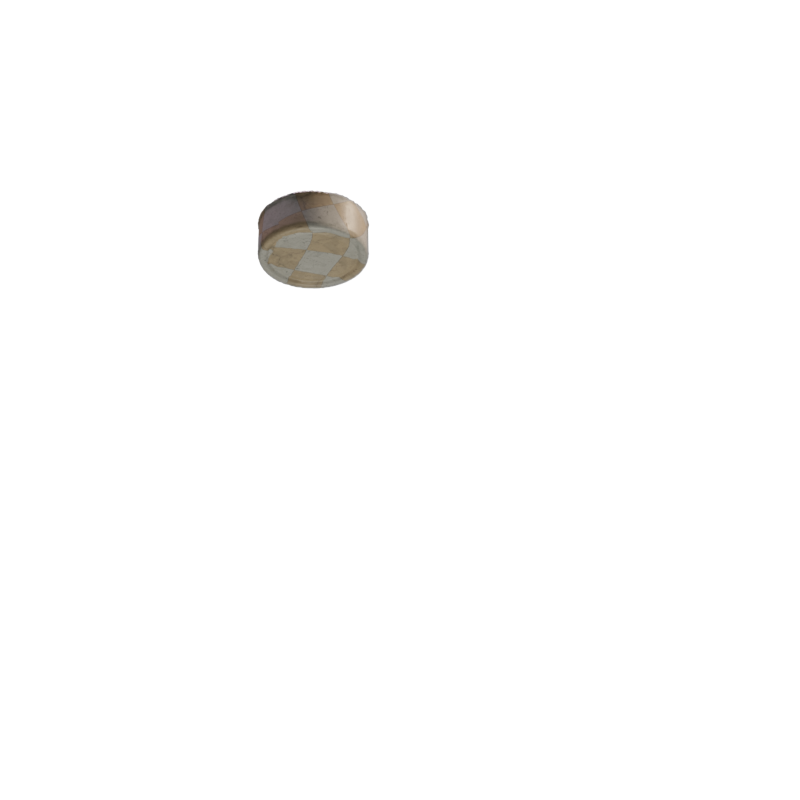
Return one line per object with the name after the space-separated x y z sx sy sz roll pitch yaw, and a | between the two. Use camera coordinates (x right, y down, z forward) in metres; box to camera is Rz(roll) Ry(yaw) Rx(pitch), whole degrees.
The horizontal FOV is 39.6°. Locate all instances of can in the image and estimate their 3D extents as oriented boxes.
-0.066 -0.121 0.848 0.086 0.036 0.081 1 -30 -2 | can
